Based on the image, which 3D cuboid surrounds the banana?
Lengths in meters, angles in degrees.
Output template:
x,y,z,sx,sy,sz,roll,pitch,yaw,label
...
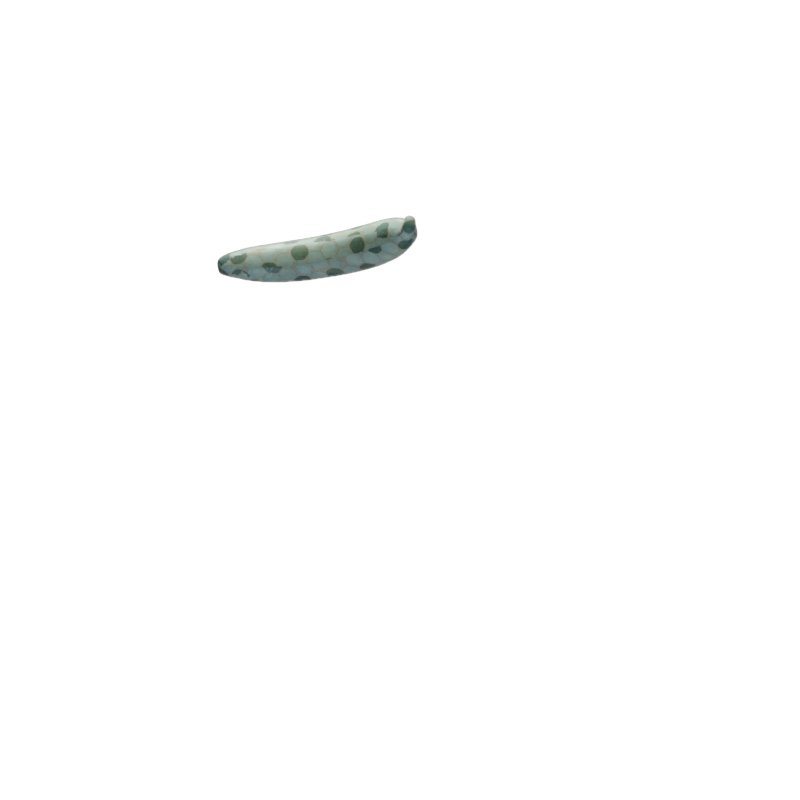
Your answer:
x,y,z,sx,sy,sz,roll,pitch,yaw,label
-0.063,-0.132,0.966,0.201,0.039,0.065,-10,-22,28,banana
